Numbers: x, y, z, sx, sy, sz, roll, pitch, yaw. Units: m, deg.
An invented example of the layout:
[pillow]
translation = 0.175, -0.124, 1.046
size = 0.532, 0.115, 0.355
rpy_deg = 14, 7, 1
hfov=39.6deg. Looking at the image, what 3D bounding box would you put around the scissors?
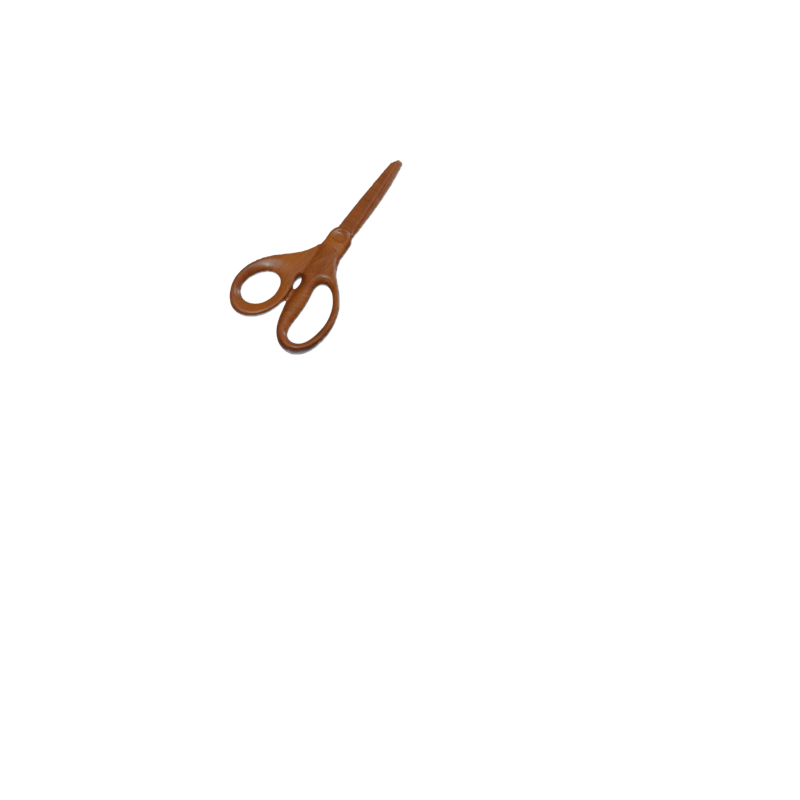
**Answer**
[scissors]
translation = -0.070, -0.128, 0.894
size = 0.098, 0.212, 0.015
rpy_deg = 13, -31, 8
